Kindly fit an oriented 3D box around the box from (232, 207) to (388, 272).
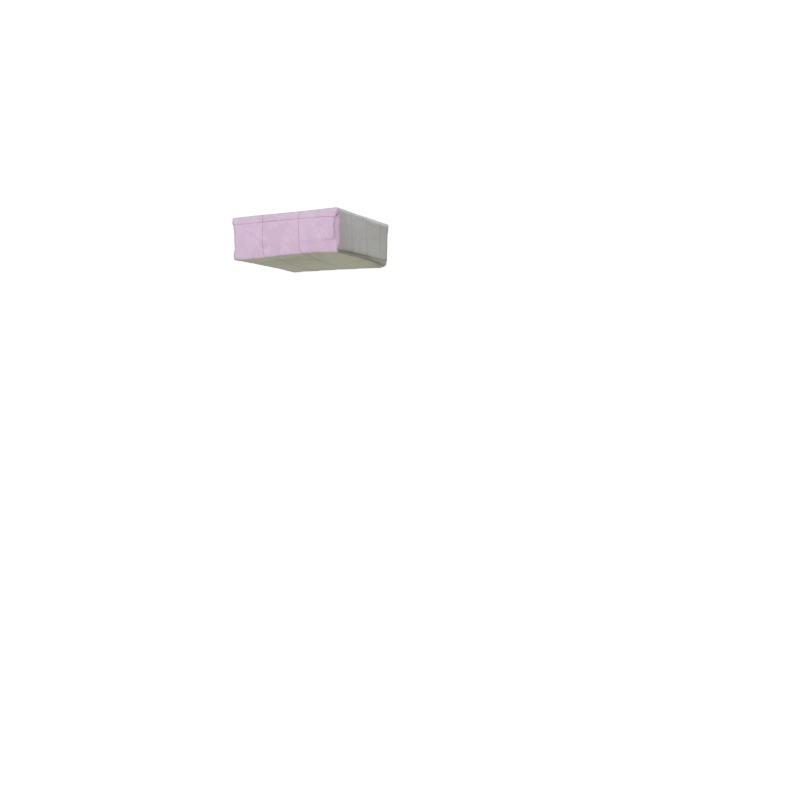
[{"bbox_3d":[-0.069,-0.127,0.888,0.092,0.039,0.109,-1,-2,22],"label":"box"}]
